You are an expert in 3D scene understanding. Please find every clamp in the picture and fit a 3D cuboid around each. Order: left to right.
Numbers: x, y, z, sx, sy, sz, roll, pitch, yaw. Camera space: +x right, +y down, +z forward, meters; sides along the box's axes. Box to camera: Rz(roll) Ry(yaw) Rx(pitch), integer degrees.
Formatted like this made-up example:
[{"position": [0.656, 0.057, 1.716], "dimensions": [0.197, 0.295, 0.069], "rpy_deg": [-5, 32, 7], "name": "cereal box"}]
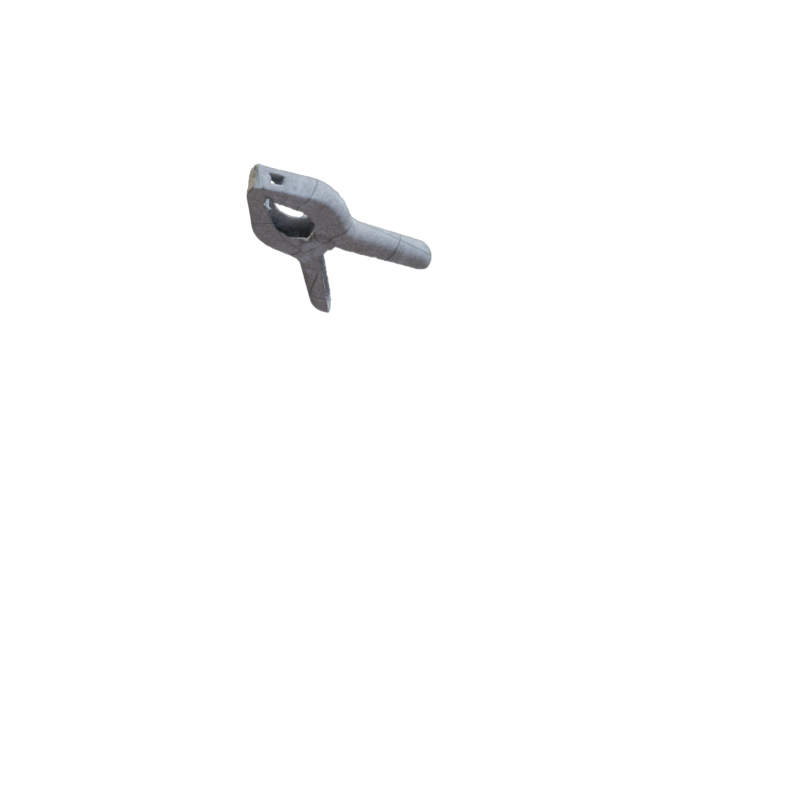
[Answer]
[{"position": [-0.072, -0.130, 0.914], "dimensions": [0.161, 0.042, 0.119], "rpy_deg": [32, -52, -30], "name": "clamp"}]
